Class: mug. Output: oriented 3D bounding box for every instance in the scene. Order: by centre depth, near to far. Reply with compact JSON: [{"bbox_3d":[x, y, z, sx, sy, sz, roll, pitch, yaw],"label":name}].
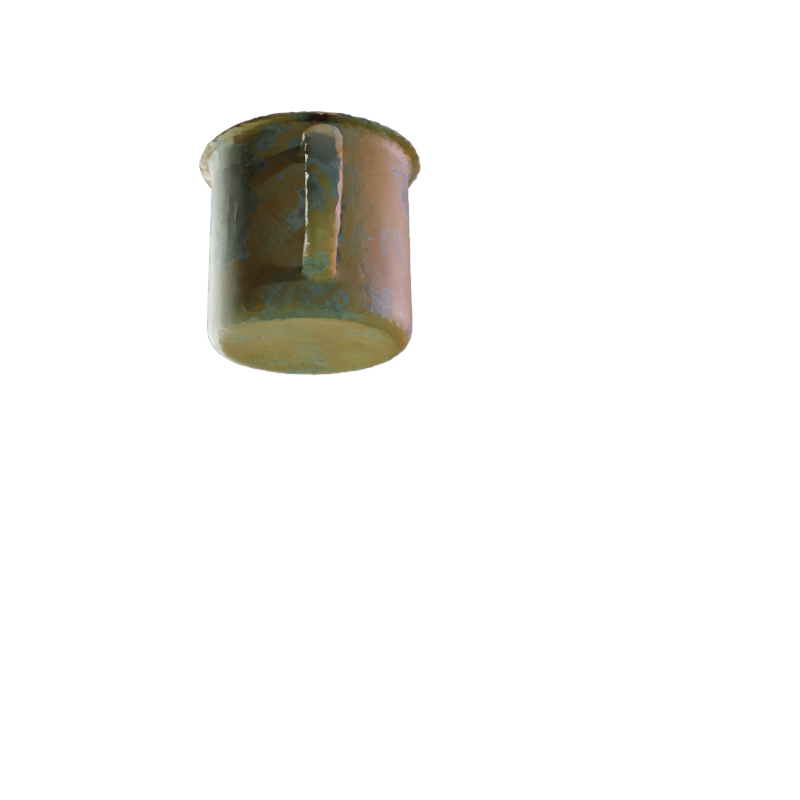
[{"bbox_3d":[-0.035,-0.063,0.442,0.092,0.086,0.113,3,-20,-9],"label":"mug"}]
